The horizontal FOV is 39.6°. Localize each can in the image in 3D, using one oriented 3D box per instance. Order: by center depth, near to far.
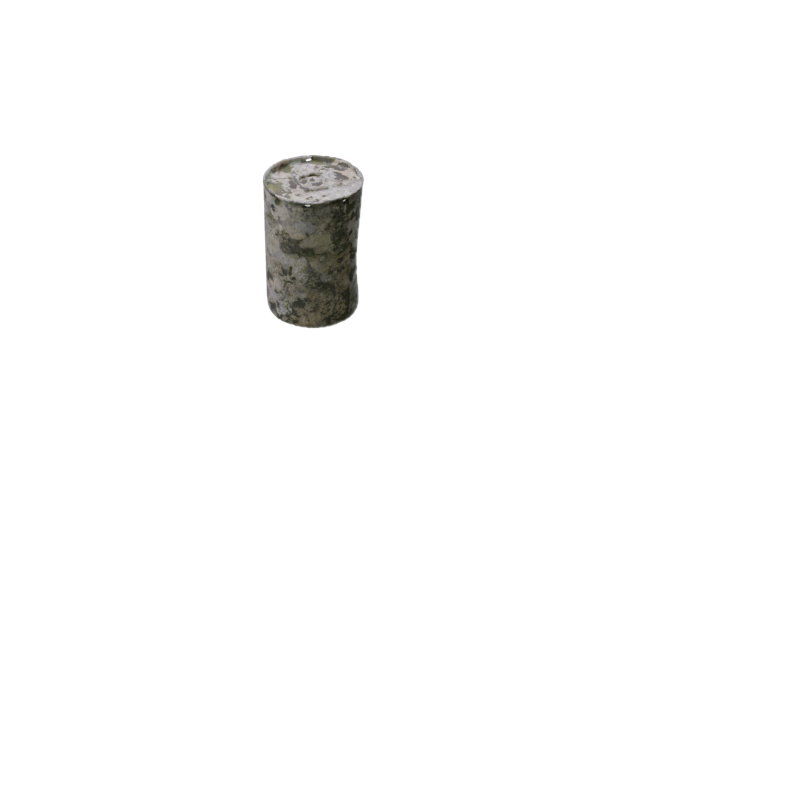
[{"bbox_3d":[-0.060,-0.110,0.770,0.068,0.096,0.073,0,35,-3],"label":"can"}]
